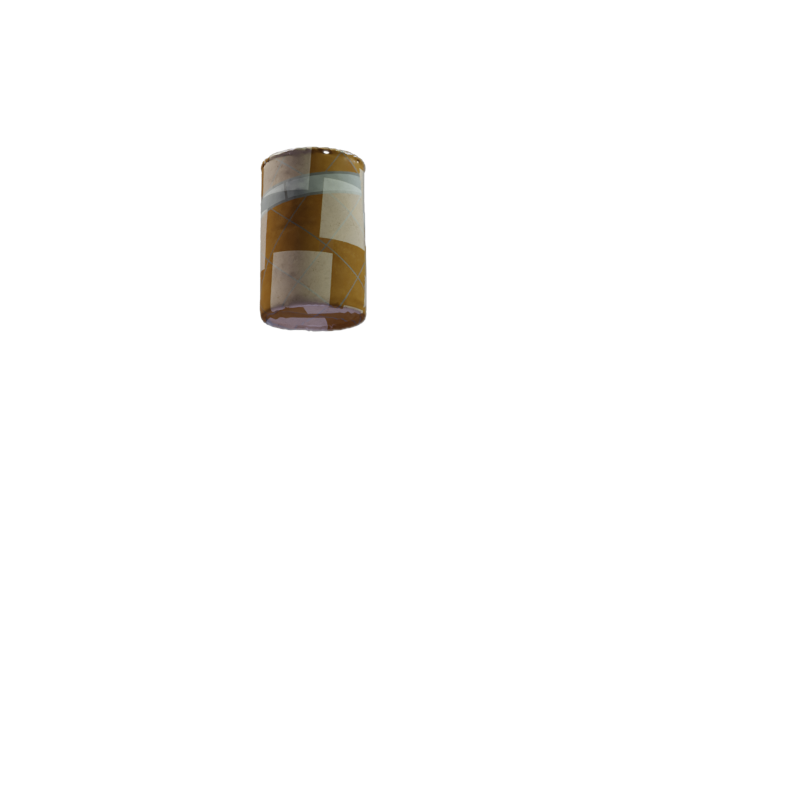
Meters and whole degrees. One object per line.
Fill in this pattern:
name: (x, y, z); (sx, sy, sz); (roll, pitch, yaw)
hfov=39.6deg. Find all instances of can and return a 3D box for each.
can: (-0.055, -0.100, 0.701); (0.068, 0.106, 0.066); (0, -16, -2)
